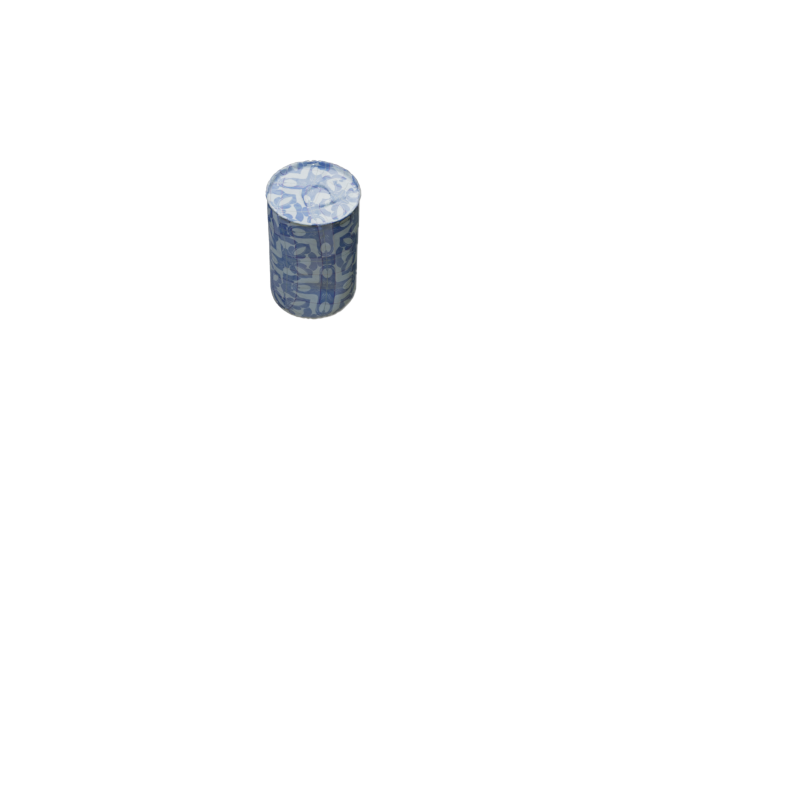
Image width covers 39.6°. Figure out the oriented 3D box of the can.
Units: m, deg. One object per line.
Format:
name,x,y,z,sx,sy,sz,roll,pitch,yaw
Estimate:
can,-0.064,-0.117,0.822,0.068,0.074,0.095,0,-41,-3
